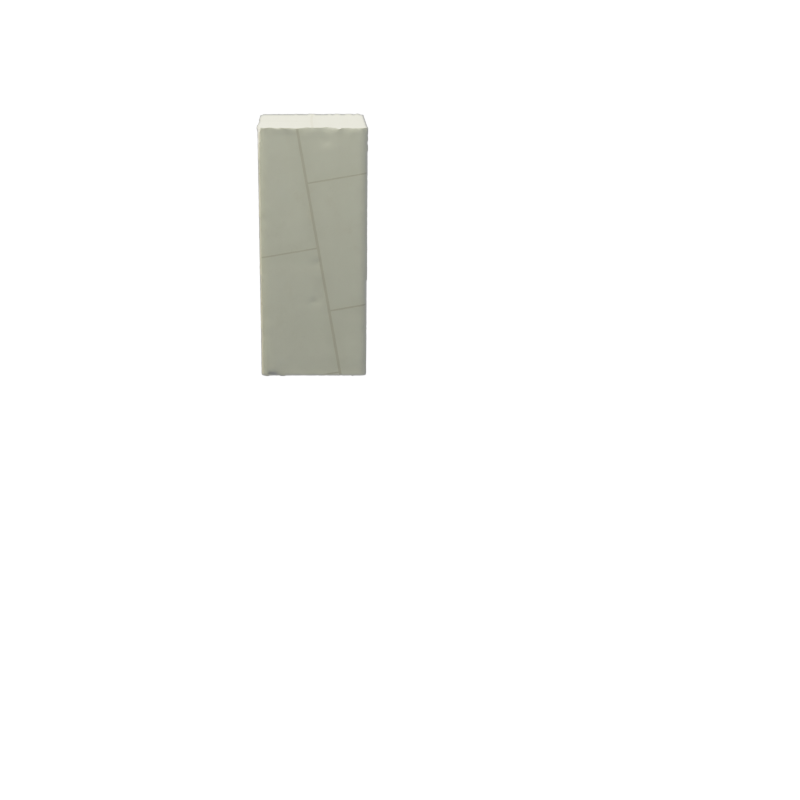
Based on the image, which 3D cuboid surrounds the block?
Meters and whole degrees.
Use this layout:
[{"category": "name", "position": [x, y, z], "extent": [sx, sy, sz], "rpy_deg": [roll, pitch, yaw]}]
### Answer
[{"category": "block", "position": [-0.074, -0.133, 0.934], "extent": [0.090, 0.199, 0.094], "rpy_deg": [0, 16, -3]}]
